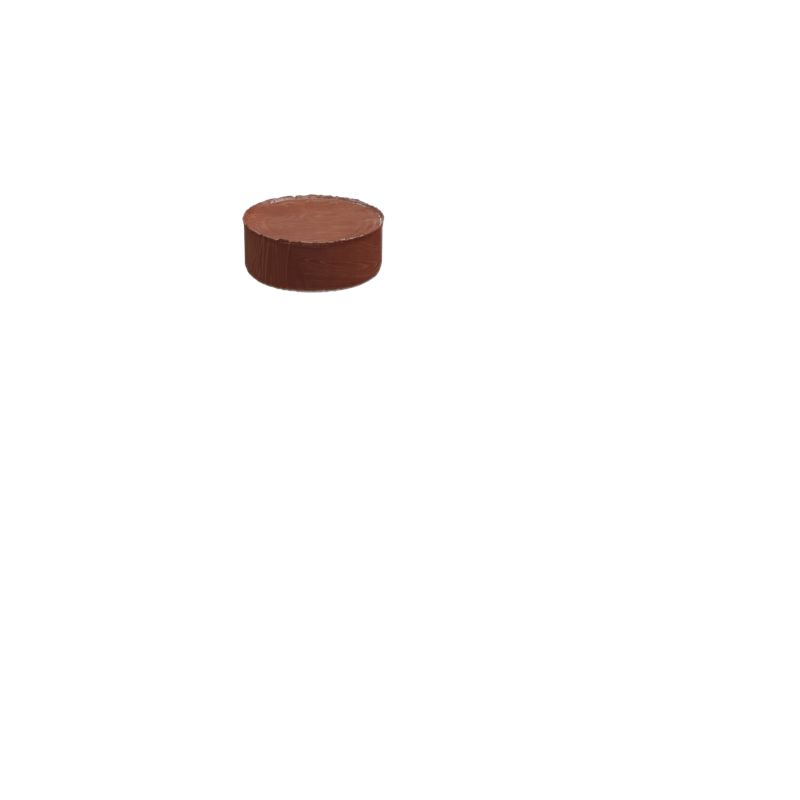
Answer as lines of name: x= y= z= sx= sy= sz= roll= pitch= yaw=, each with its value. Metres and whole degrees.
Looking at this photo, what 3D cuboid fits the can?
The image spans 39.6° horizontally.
can: x=-0.053 y=-0.097 z=0.676 sx=0.086 sy=0.032 sz=0.091 roll=-1 pitch=27 yaw=-2
